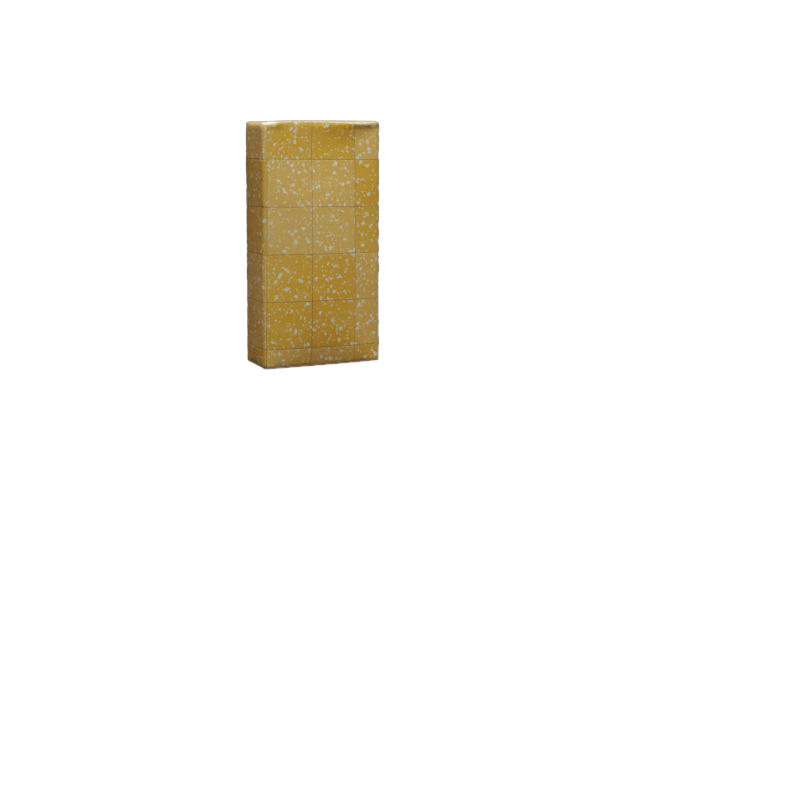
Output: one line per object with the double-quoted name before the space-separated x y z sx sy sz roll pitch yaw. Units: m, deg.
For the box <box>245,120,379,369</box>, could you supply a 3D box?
"box" -0.063 -0.115 0.808 0.091 0.173 0.050 -4 9 -24
